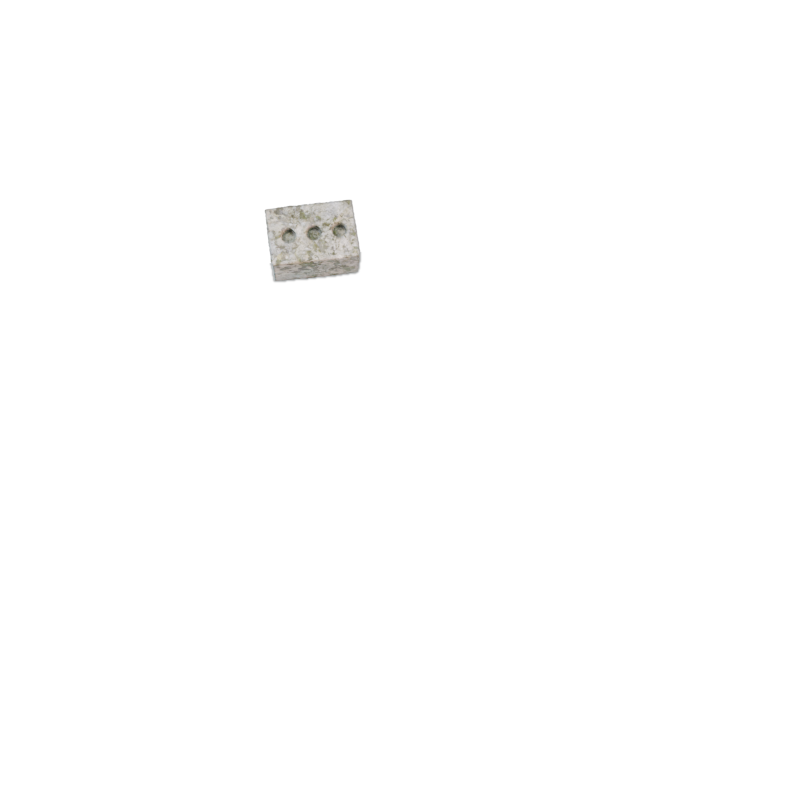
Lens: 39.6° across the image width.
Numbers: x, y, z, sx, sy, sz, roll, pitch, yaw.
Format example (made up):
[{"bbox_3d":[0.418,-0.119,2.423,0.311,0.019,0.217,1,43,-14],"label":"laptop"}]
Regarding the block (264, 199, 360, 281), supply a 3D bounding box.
[{"bbox_3d":[-0.075,-0.137,0.963,0.078,0.055,0.049,-7,-15,-4],"label":"block"}]
